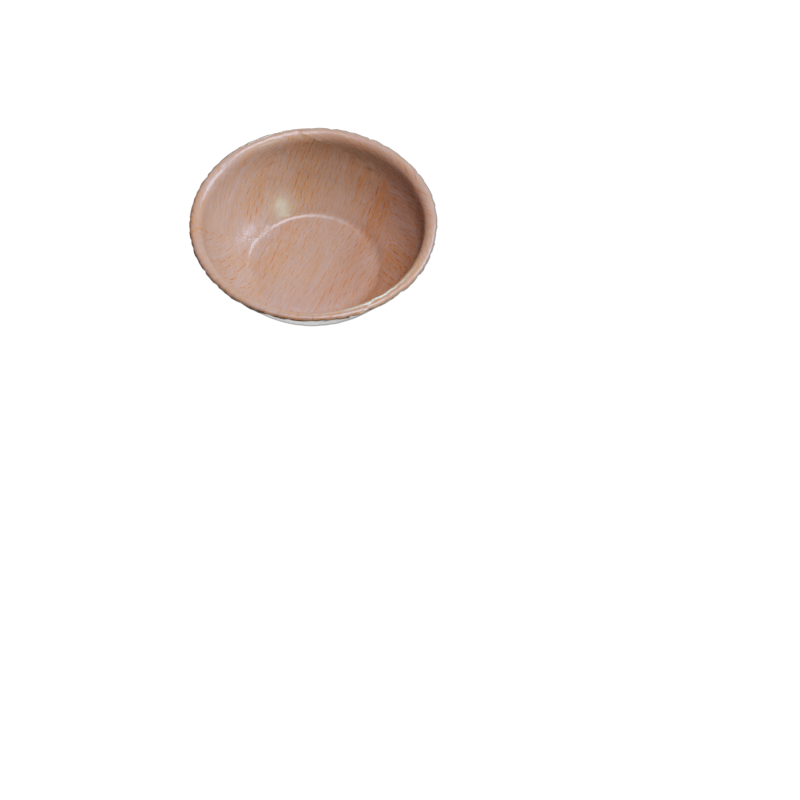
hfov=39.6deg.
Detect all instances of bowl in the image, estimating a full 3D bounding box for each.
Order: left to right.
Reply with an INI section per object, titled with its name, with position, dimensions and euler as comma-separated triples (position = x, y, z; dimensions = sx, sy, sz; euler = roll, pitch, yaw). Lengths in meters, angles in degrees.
[bowl]
position = -0.058, -0.106, 0.740
dimensions = 0.162, 0.173, 0.051
euler = -1, -35, -1
